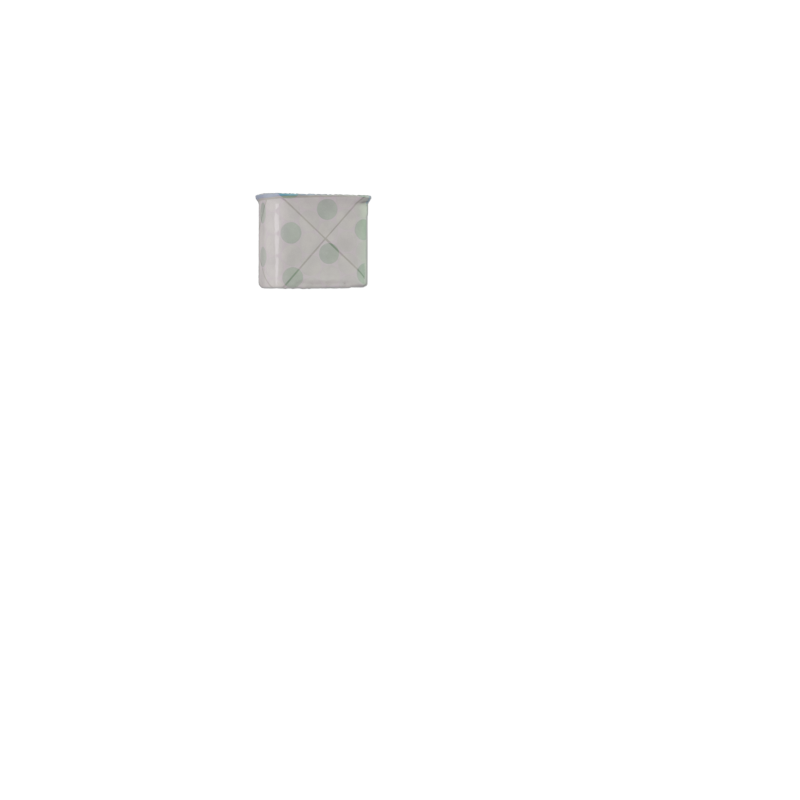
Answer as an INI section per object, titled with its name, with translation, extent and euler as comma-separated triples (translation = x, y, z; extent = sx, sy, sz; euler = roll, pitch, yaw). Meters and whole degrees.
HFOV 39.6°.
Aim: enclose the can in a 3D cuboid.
[can]
translation = -0.078, -0.142, 0.997
extent = 0.100, 0.084, 0.059
euler = -1, 2, -18
